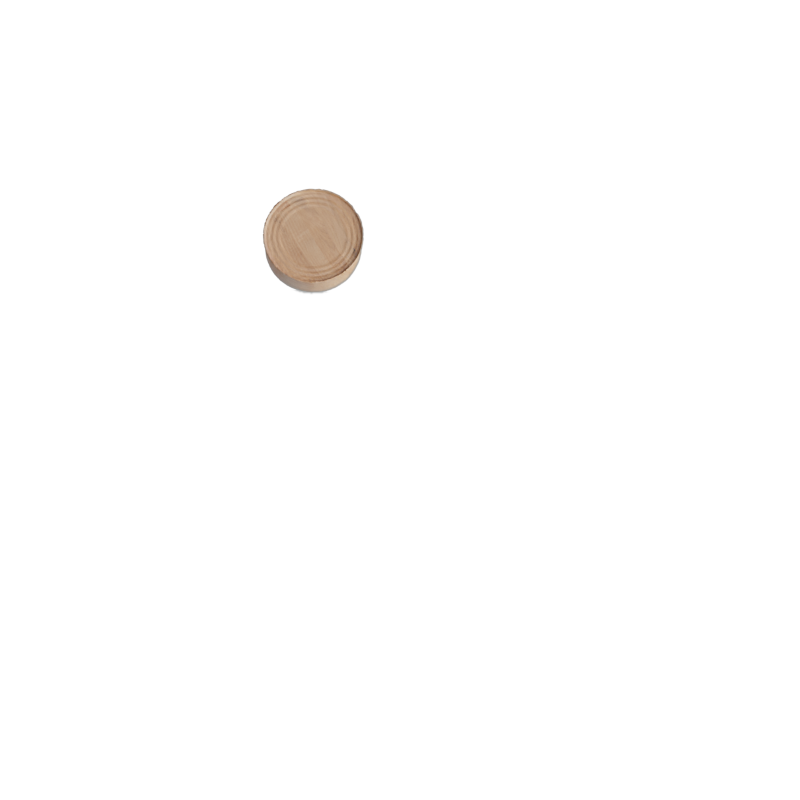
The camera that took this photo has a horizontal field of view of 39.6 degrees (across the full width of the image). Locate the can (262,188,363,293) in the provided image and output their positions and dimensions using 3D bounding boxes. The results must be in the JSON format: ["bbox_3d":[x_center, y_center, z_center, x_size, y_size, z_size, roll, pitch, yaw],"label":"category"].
[{"bbox_3d":[-0.075,-0.136,0.955,0.086,0.090,0.032,-1,-20,-1],"label":"can"}]
